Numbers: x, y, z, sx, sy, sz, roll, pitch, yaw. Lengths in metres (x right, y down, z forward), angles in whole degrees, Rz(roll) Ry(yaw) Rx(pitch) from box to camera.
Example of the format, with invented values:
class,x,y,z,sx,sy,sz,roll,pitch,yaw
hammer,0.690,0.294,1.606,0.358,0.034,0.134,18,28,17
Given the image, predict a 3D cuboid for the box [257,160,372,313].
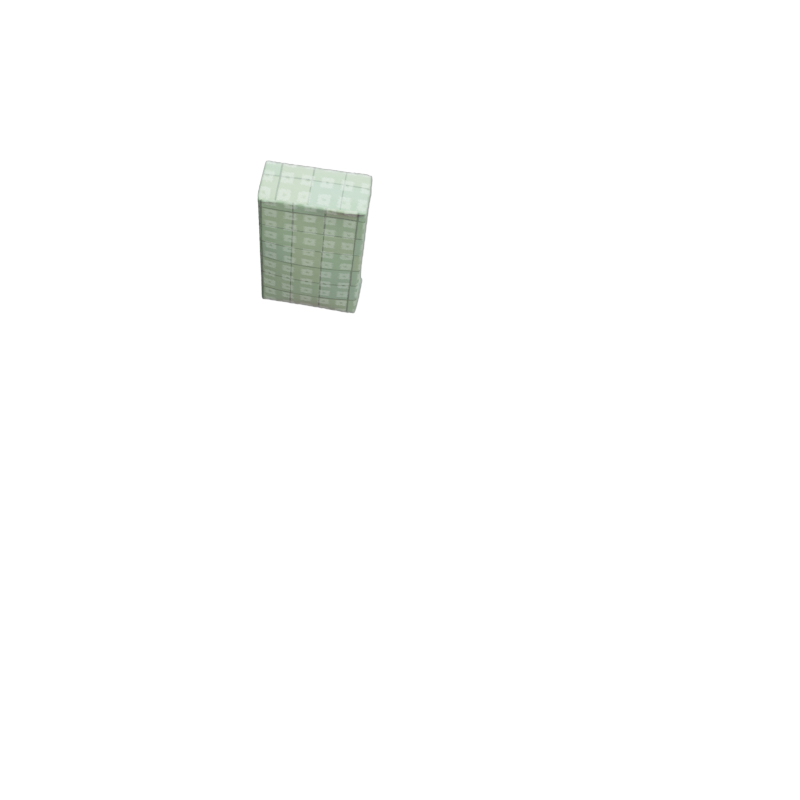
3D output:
class,x,y,z,sx,sy,sz,roll,pitch,yaw
box,-0.077,-0.140,0.981,0.094,0.050,0.167,10,-23,1
